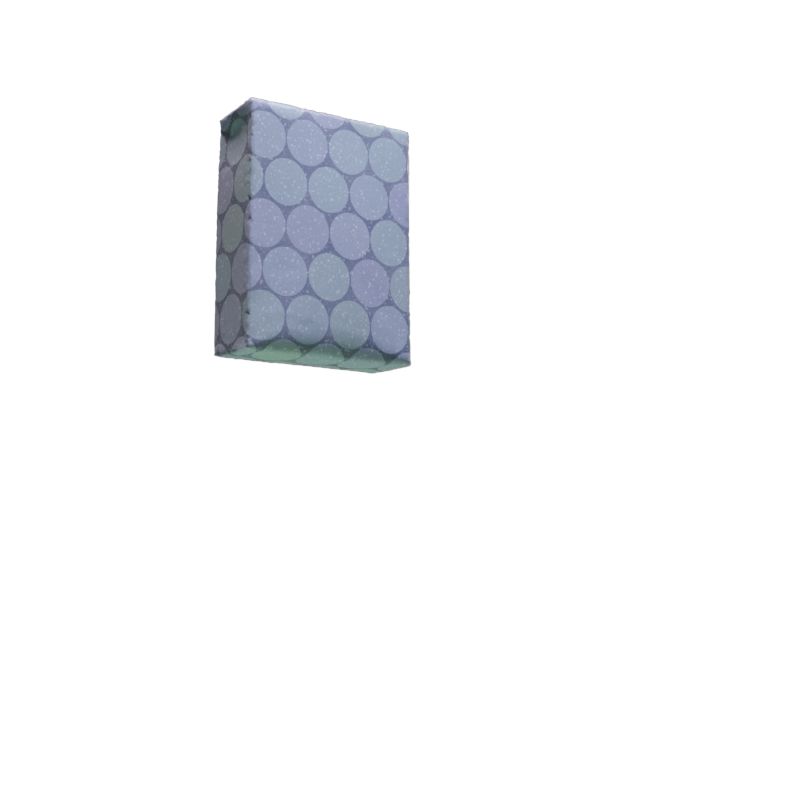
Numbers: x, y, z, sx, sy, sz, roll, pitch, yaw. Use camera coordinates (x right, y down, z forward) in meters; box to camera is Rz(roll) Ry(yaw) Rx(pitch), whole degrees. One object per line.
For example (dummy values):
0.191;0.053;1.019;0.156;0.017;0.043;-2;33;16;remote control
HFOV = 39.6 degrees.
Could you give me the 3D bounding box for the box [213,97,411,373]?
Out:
-0.075;-0.137;0.957;0.157;0.221;0.072;7;-16;-32;box
